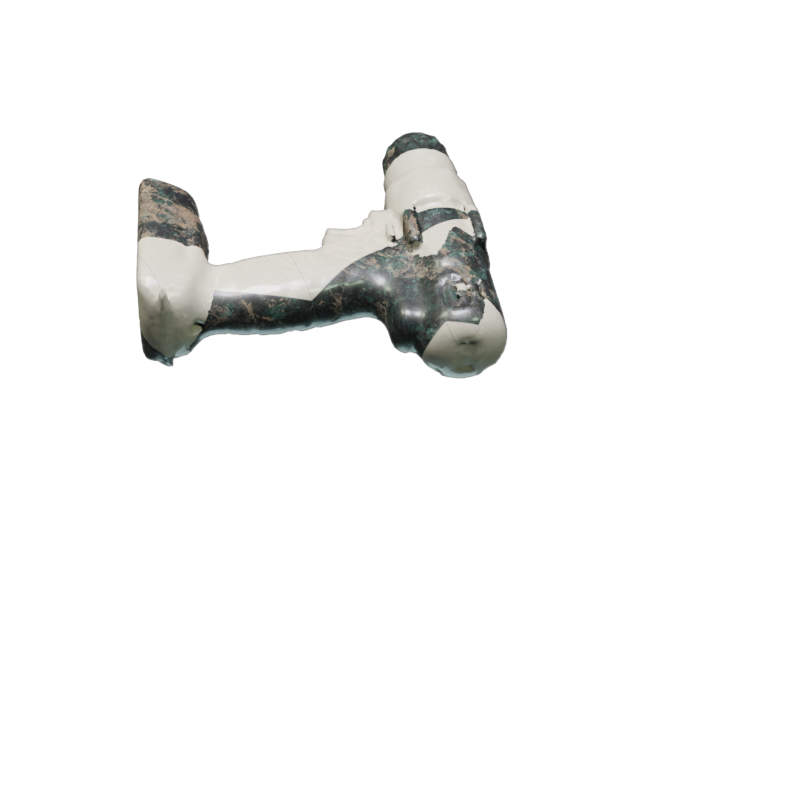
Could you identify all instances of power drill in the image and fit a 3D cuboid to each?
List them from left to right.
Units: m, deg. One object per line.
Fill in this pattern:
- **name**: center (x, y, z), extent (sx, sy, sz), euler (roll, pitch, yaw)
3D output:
- **power drill**: center (-0.047, -0.086, 0.600), extent (0.186, 0.053, 0.199), euler (-4, 42, -5)
